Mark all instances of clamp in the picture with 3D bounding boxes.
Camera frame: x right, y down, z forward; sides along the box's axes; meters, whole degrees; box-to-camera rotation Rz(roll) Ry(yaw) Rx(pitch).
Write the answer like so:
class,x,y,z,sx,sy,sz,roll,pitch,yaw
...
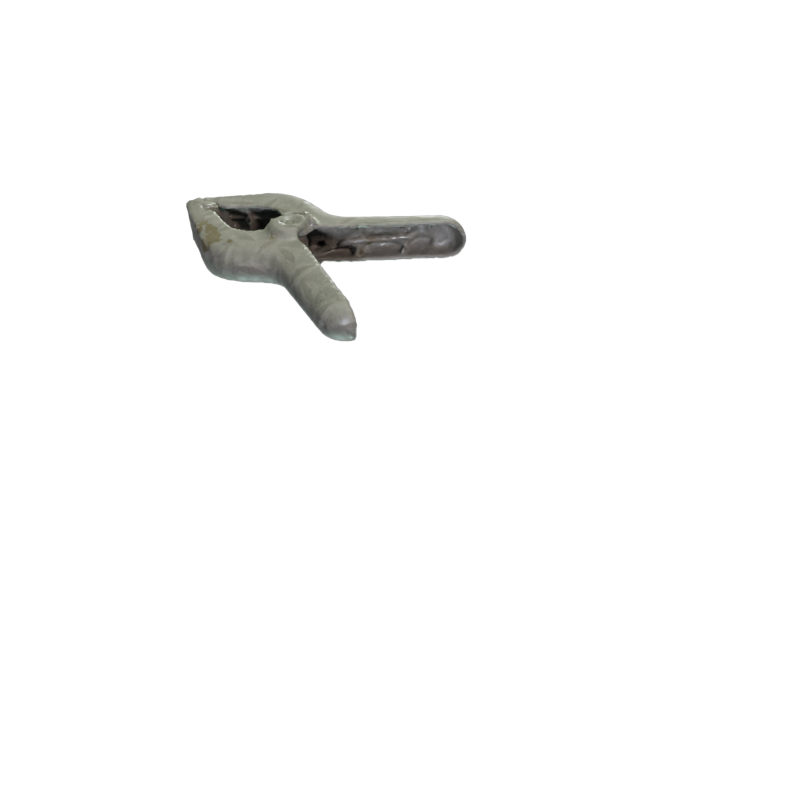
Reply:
class,x,y,z,sx,sy,sz,roll,pitch,yaw
clamp,-0.051,-0.093,0.651,0.119,0.037,0.183,-27,41,-37
